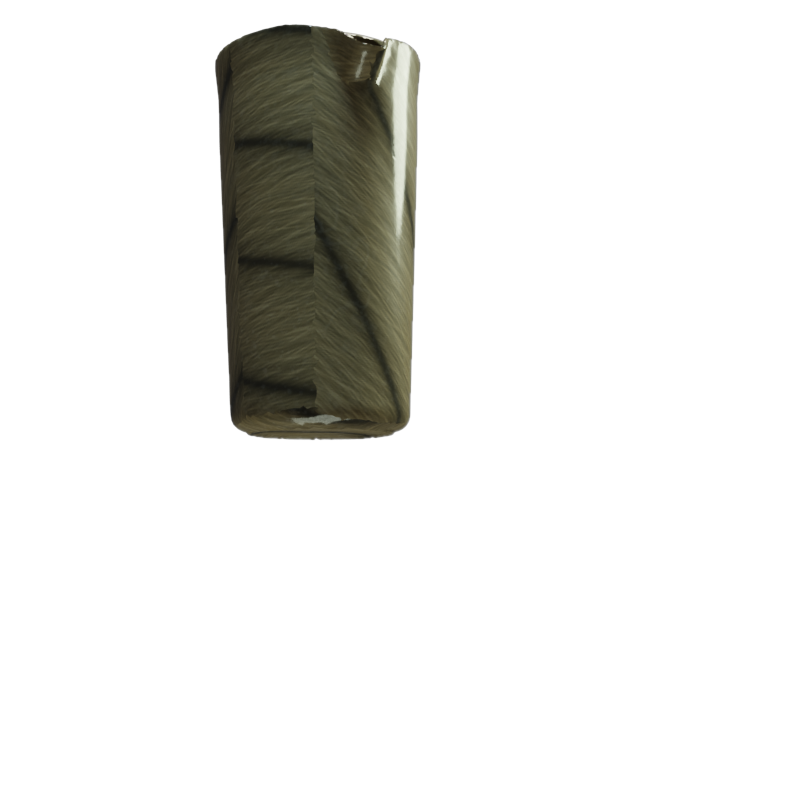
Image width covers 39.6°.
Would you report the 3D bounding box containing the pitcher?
[{"bbox_3d":[-0.055,-0.100,0.701,0.148,0.251,0.142,-5,-13,18],"label":"pitcher"}]
